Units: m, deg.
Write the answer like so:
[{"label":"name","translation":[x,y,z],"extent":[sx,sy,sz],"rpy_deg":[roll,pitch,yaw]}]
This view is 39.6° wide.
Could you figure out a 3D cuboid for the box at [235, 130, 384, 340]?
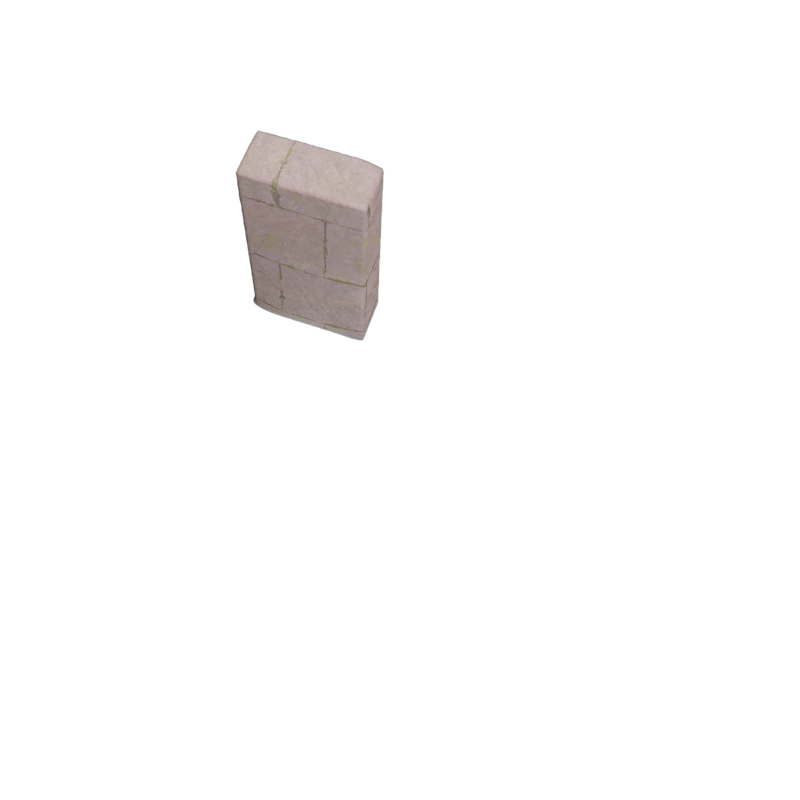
[{"label":"box","translation":[-0.062,-0.113,0.791],"extent":[0.095,0.050,0.165],"rpy_deg":[19,-29,8]}]
